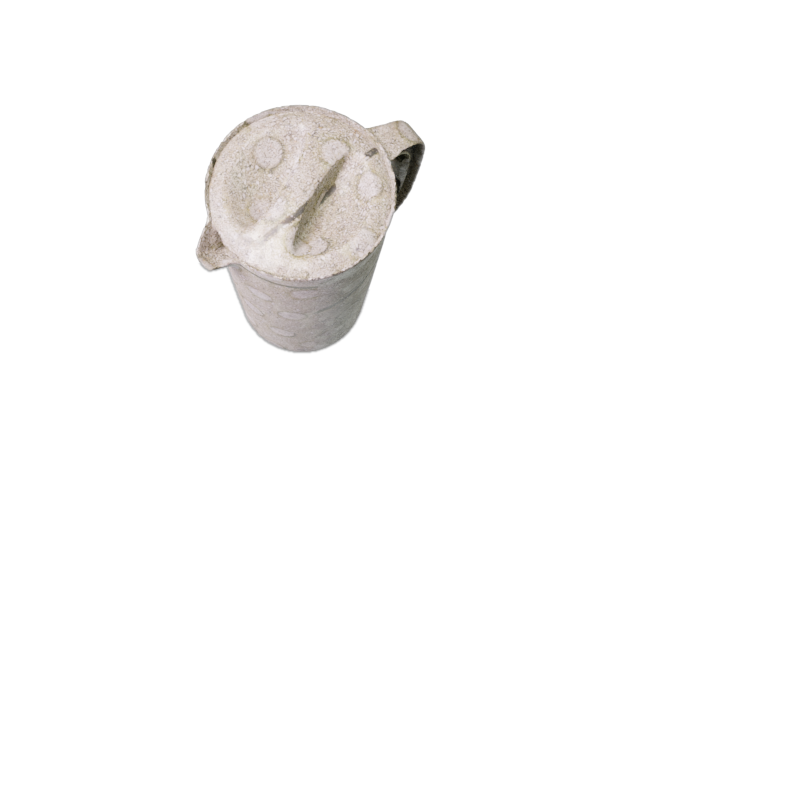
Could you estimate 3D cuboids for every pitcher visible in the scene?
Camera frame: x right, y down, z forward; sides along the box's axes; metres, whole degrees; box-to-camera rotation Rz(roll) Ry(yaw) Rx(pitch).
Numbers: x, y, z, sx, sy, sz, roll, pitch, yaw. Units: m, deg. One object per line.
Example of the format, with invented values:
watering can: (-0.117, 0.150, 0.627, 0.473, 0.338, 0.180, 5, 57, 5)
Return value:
pitcher: (-0.068, -0.125, 0.873, 0.149, 0.151, 0.234, 9, -16, -1)
